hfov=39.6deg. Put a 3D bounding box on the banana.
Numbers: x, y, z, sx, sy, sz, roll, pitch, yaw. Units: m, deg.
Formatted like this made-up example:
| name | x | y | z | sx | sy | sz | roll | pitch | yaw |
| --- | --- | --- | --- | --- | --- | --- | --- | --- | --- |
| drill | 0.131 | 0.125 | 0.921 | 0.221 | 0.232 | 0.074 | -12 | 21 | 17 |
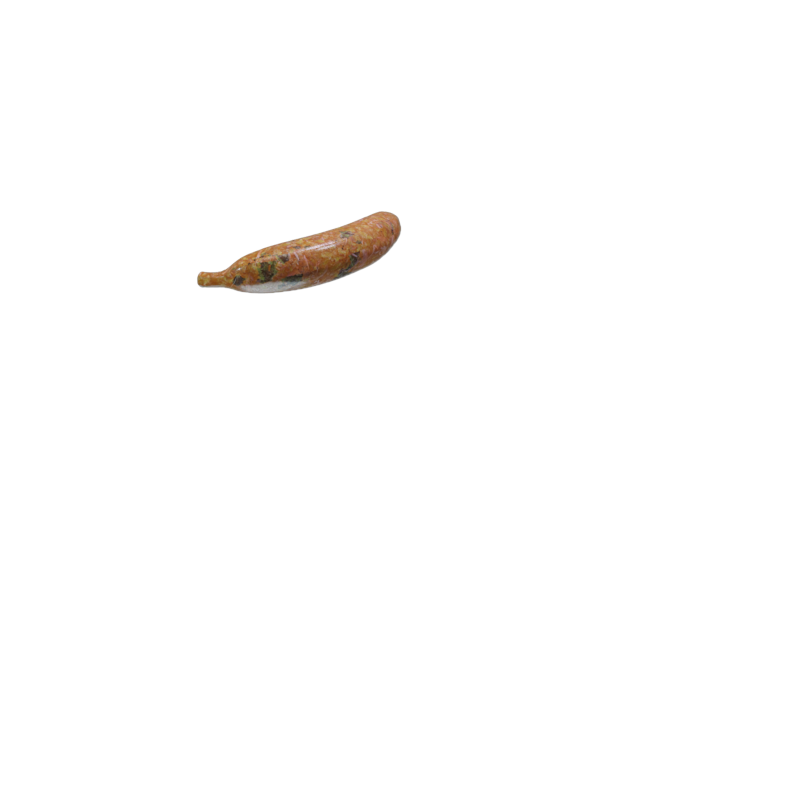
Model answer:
| name | x | y | z | sx | sy | sz | roll | pitch | yaw |
| --- | --- | --- | --- | --- | --- | --- | --- | --- | --- |
| banana | -0.059 | -0.118 | 0.866 | 0.195 | 0.035 | 0.074 | -21 | 33 | -36 |
